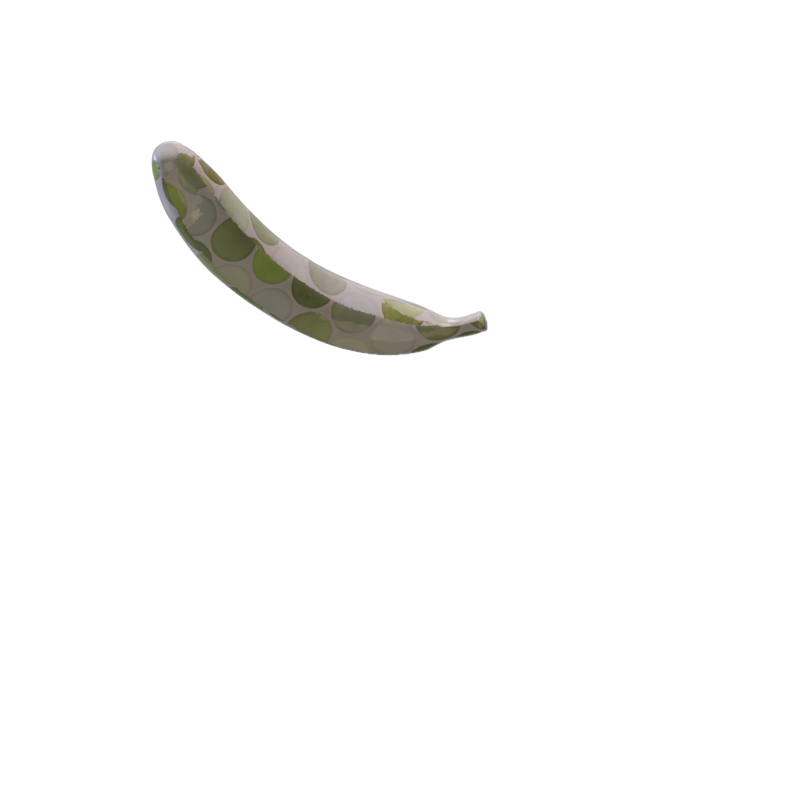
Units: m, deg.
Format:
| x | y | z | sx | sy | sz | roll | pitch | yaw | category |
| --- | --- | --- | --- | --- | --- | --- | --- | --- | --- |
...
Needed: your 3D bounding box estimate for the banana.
| x | y | z | sx | sy | sz | roll | pitch | yaw | category |
| --- | --- | --- | --- | --- | --- | --- | --- | --- | --- |
| -0.052 | -0.068 | 0.576 | 0.189 | 0.039 | 0.068 | 26 | -54 | -21 | banana |
